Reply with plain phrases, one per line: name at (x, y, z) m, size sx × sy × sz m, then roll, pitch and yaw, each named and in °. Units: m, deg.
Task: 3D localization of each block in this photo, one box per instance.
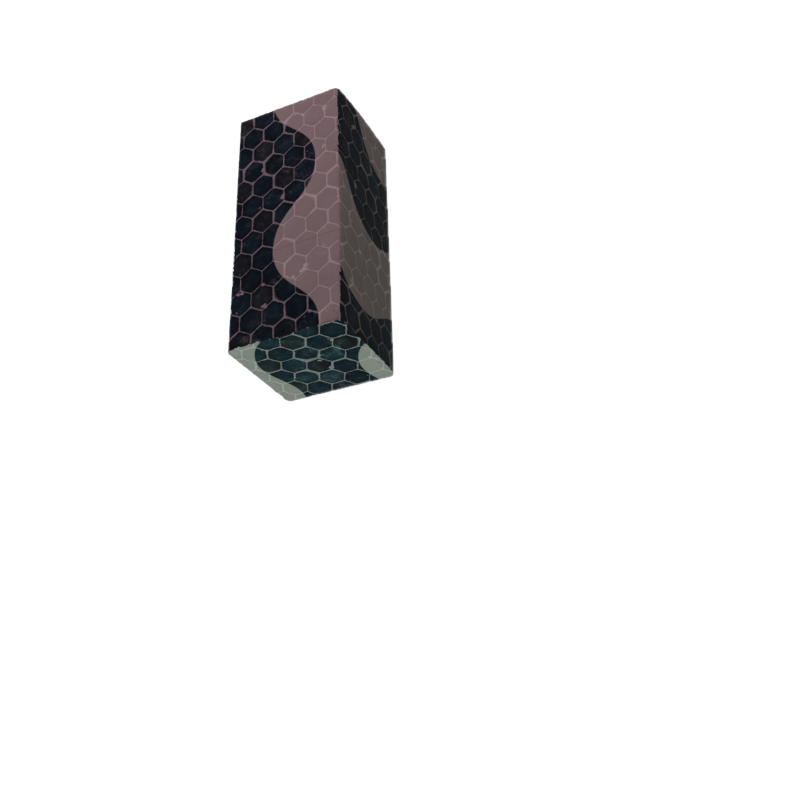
block at (-0.064, -0.118, 0.829) m, size 0.092 × 0.220 × 0.083 m, roll -16°, pitch -35°, yaw 21°
